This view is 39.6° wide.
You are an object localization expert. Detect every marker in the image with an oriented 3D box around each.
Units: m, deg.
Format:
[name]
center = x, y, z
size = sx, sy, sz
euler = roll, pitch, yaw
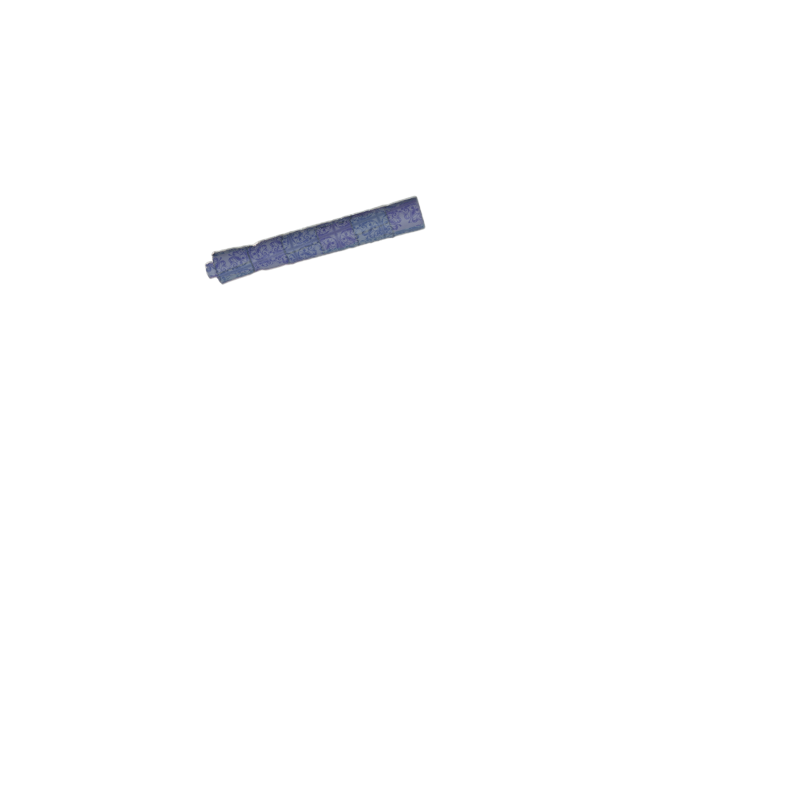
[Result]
[marker]
center = -0.047, -0.086, 0.601
size = 0.121, 0.020, 0.020
euler = -15, 3, 5
